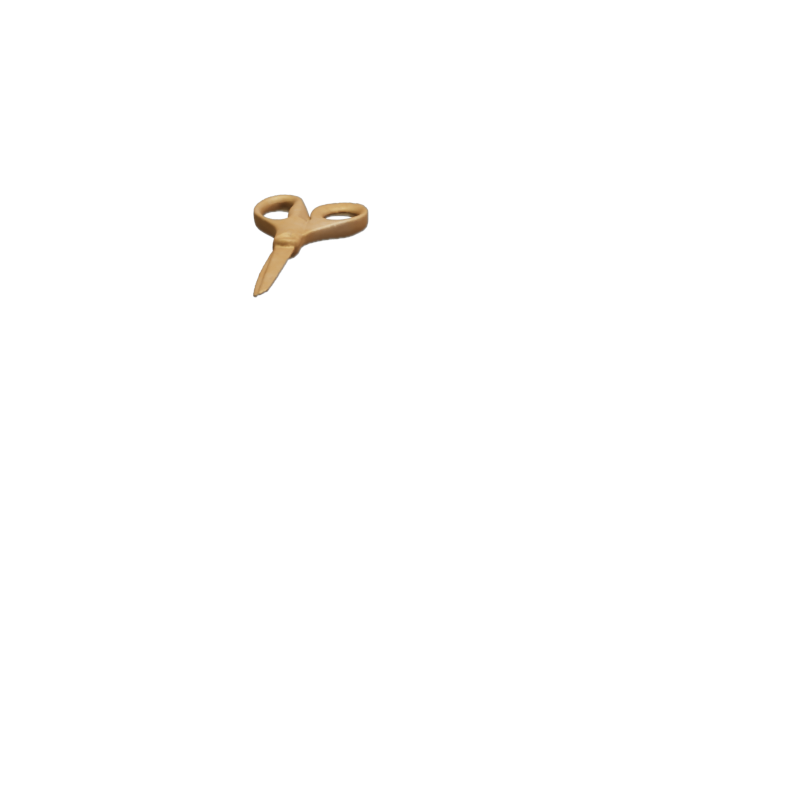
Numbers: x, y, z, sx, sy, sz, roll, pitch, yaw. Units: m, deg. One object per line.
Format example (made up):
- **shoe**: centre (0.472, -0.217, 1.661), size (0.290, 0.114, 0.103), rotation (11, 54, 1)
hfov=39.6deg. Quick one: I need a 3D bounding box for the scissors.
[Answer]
- **scissors**: centre (-0.061, -0.112, 0.782), size (0.095, 0.015, 0.214), rotation (-4, 26, -8)
